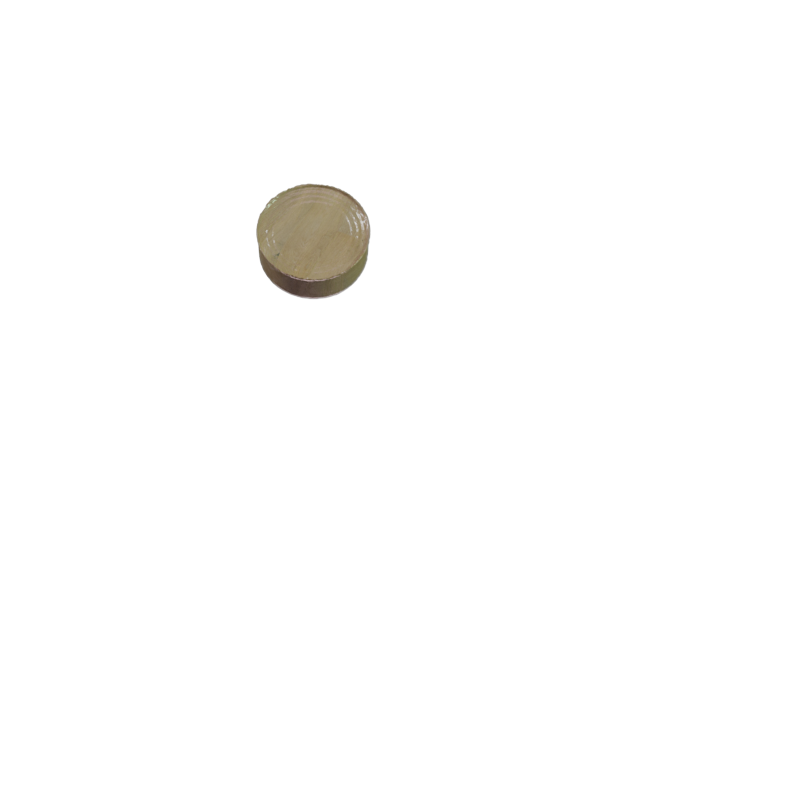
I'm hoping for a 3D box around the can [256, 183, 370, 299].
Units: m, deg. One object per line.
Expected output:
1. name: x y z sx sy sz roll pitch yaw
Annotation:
1. can: -0.066 -0.120 0.844 0.086 0.091 0.031 -1 -30 -1
